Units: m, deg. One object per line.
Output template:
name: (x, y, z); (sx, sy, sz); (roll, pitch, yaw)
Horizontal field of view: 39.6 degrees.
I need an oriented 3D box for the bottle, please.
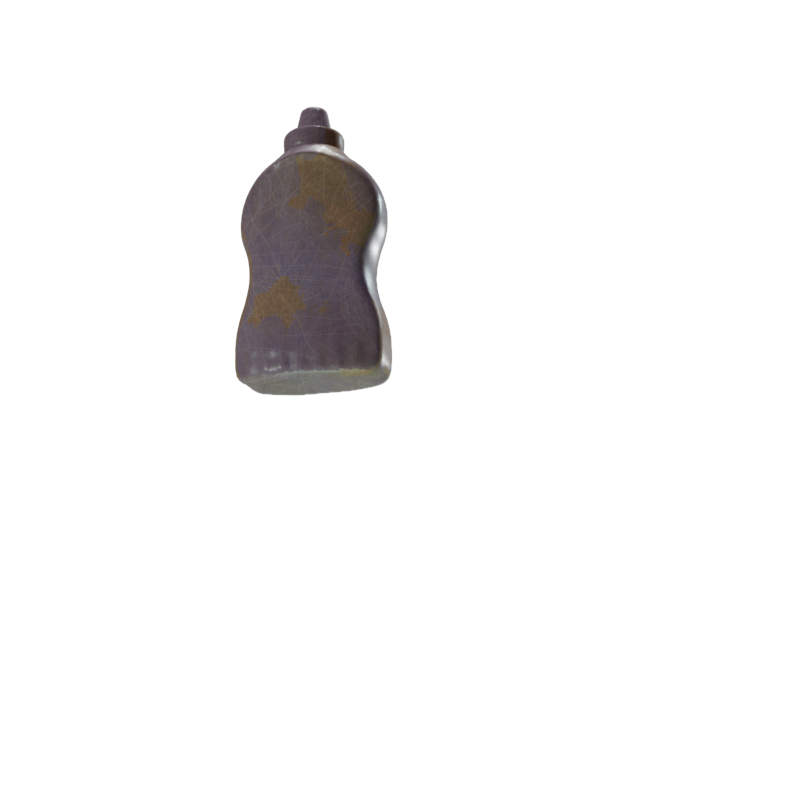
bottle: (-0.056, -0.103, 0.721); (0.098, 0.201, 0.055); (-7, -21, 17)
